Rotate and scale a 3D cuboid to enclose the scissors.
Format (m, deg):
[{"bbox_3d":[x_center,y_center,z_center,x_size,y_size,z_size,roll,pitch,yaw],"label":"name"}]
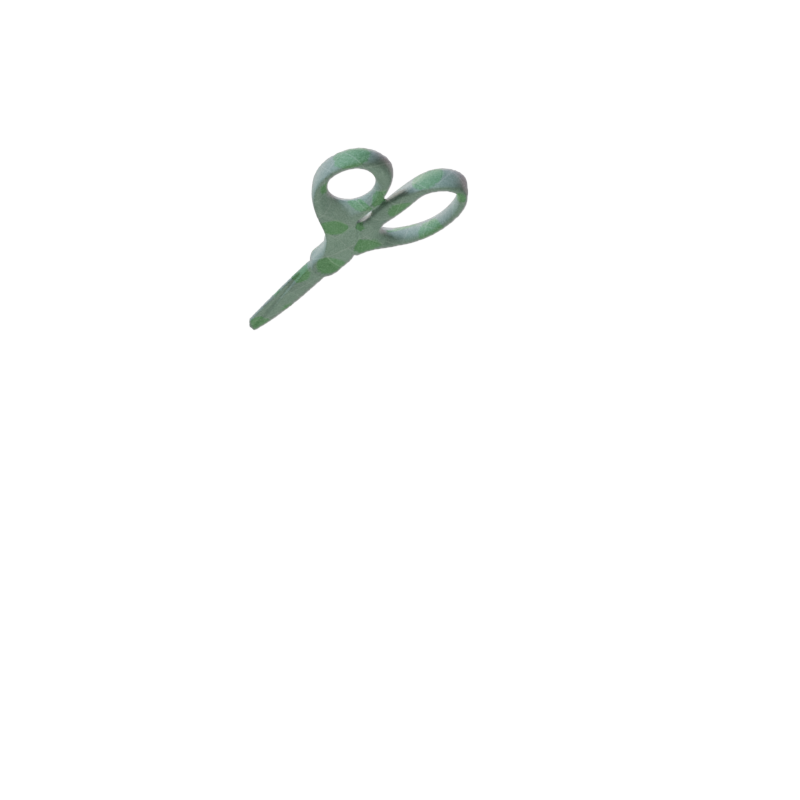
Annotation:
[{"bbox_3d":[-0.052,-0.095,0.666,0.202,0.017,0.090,-22,-36,34],"label":"scissors"}]
